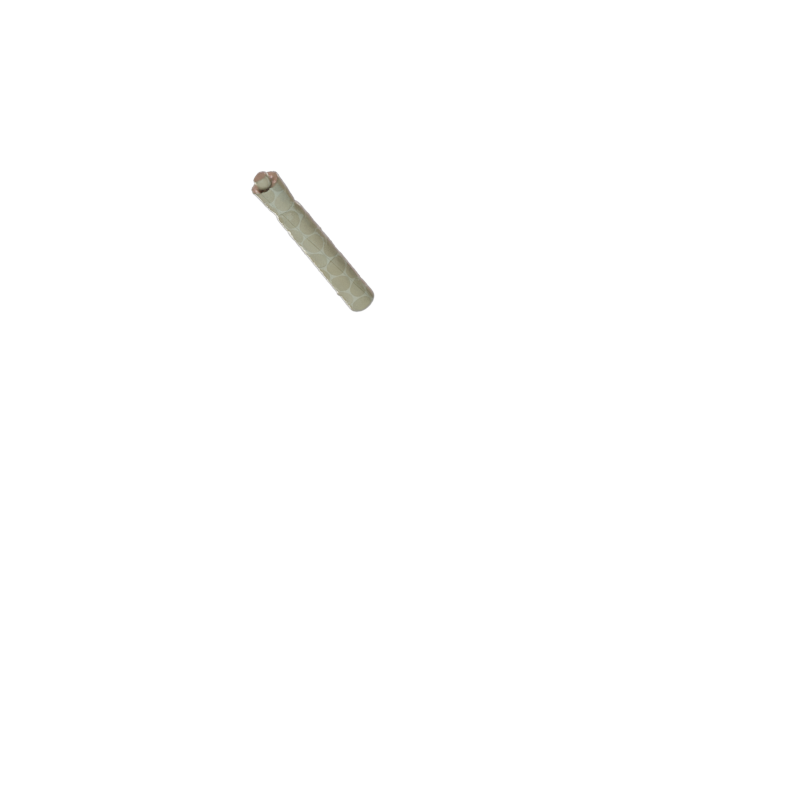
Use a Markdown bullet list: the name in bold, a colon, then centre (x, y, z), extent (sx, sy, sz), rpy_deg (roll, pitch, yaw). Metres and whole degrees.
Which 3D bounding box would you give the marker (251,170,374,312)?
- **marker**: centre (-0.053, -0.097, 0.680), extent (0.021, 0.020, 0.112), rpy_deg (3, -35, 41)
